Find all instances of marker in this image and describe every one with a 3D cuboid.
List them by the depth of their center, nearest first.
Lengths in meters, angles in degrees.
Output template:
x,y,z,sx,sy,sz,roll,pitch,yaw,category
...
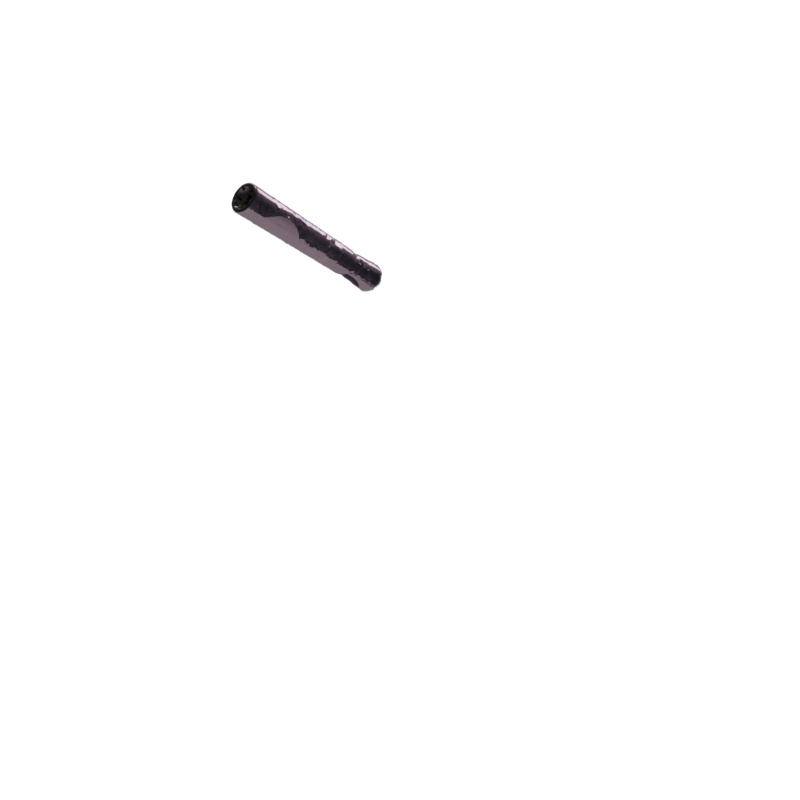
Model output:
x,y,z,sx,sy,sz,roll,pitch,yaw,category
-0.051,-0.093,0.651,0.021,0.020,0.113,3,-17,43,marker
